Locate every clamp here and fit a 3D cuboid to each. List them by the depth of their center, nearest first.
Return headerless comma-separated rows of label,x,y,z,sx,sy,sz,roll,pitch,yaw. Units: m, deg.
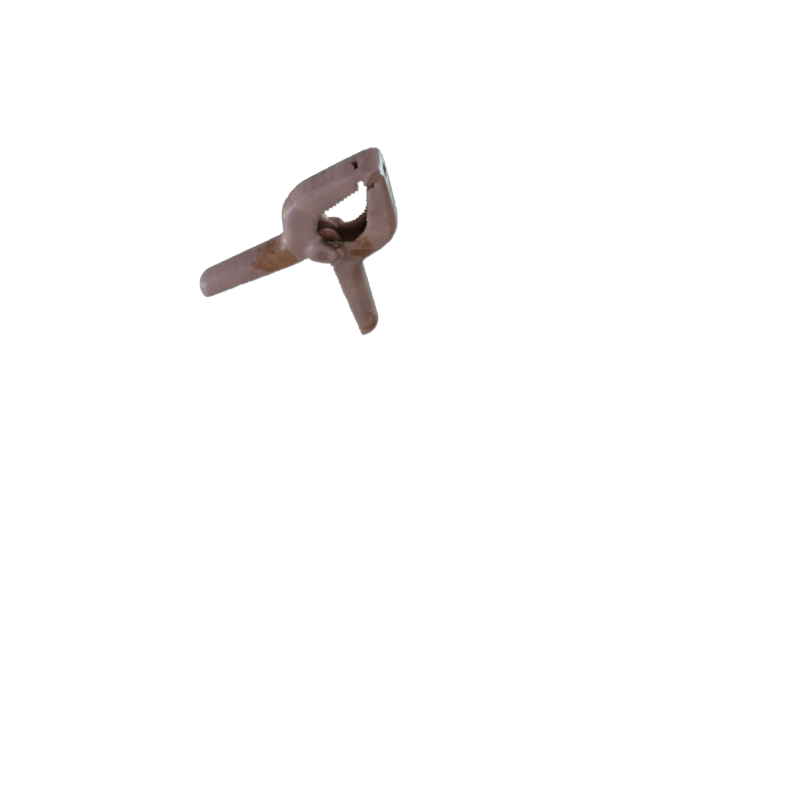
clamp,-0.072,-0.131,0.918,0.161,0.039,0.200,10,-37,-13
